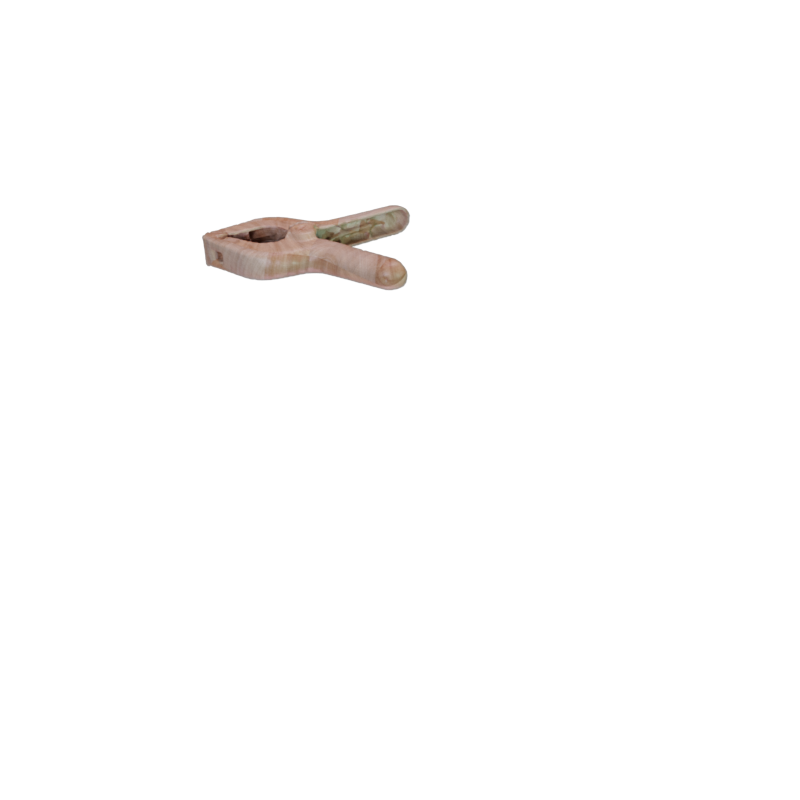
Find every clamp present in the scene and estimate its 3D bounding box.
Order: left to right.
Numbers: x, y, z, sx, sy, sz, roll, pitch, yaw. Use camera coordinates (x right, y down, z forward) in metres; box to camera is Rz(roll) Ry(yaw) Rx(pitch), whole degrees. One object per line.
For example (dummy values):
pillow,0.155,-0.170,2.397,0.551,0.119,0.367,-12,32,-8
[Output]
clamp,-0.070,-0.128,0.898,0.175,0.037,0.124,6,27,12
